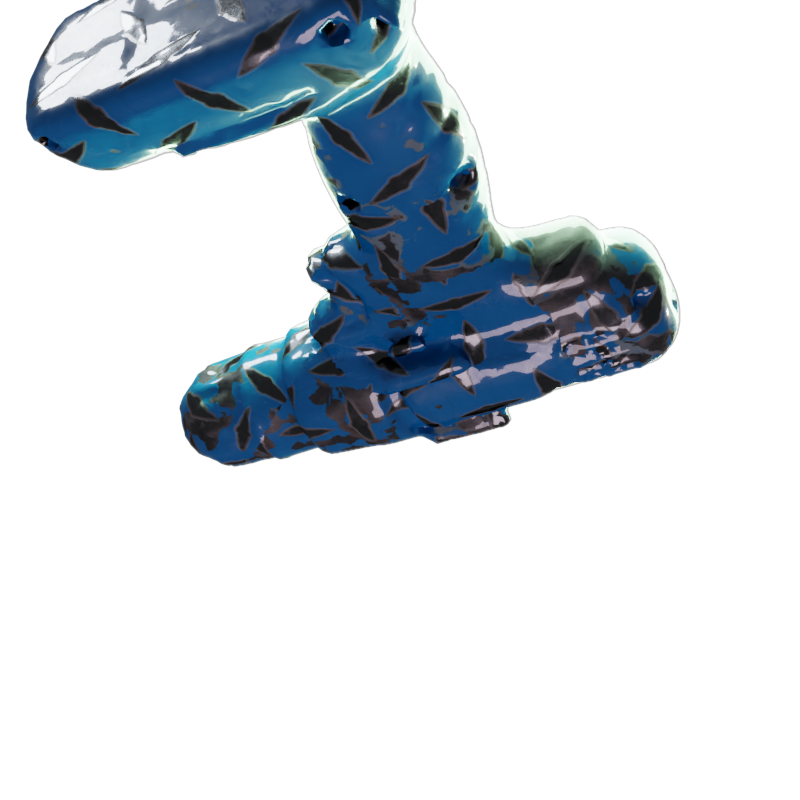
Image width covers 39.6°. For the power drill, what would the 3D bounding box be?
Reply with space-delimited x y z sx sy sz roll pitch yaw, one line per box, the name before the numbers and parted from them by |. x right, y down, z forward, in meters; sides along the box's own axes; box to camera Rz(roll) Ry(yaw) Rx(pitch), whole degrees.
power drill | -0.027 -0.049 0.344 0.186 0.062 0.173 -18 -41 21
